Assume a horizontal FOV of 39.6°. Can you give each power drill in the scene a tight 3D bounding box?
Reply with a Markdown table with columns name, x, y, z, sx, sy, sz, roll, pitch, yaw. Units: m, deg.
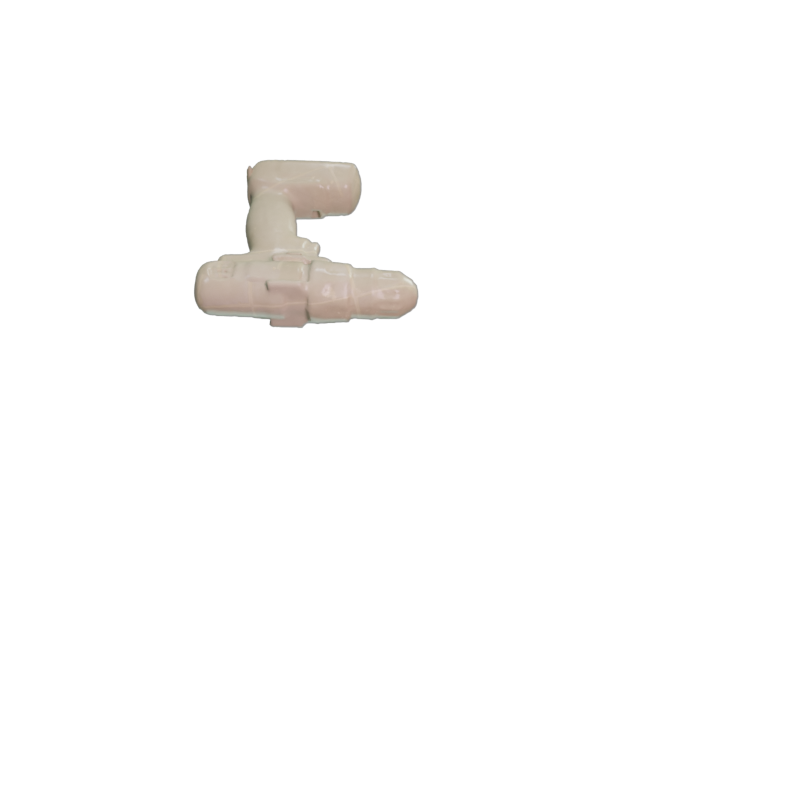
| name | x | y | z | sx | sy | sz | roll | pitch | yaw |
| --- | --- | --- | --- | --- | --- | --- | --- | --- | --- |
| power drill | -0.076 | -0.138 | 0.966 | 0.185 | 0.054 | 0.200 | 2 | 40 | 2 |
